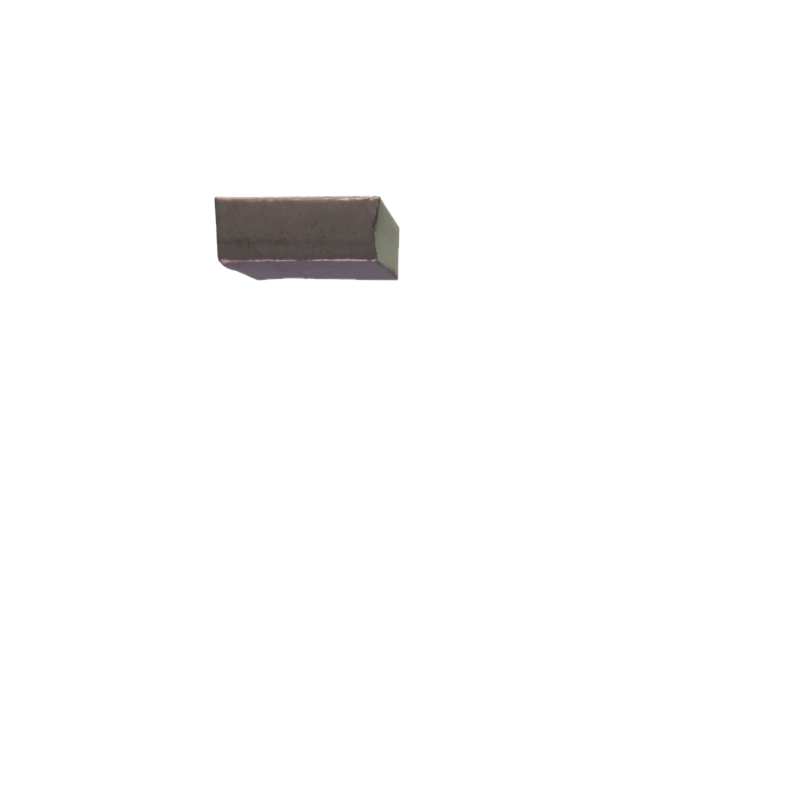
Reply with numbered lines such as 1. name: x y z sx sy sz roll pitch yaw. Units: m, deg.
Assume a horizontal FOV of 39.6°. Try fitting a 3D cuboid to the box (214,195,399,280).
1. box: -0.049 -0.090 0.630 0.091 0.039 0.112 0 2 7
